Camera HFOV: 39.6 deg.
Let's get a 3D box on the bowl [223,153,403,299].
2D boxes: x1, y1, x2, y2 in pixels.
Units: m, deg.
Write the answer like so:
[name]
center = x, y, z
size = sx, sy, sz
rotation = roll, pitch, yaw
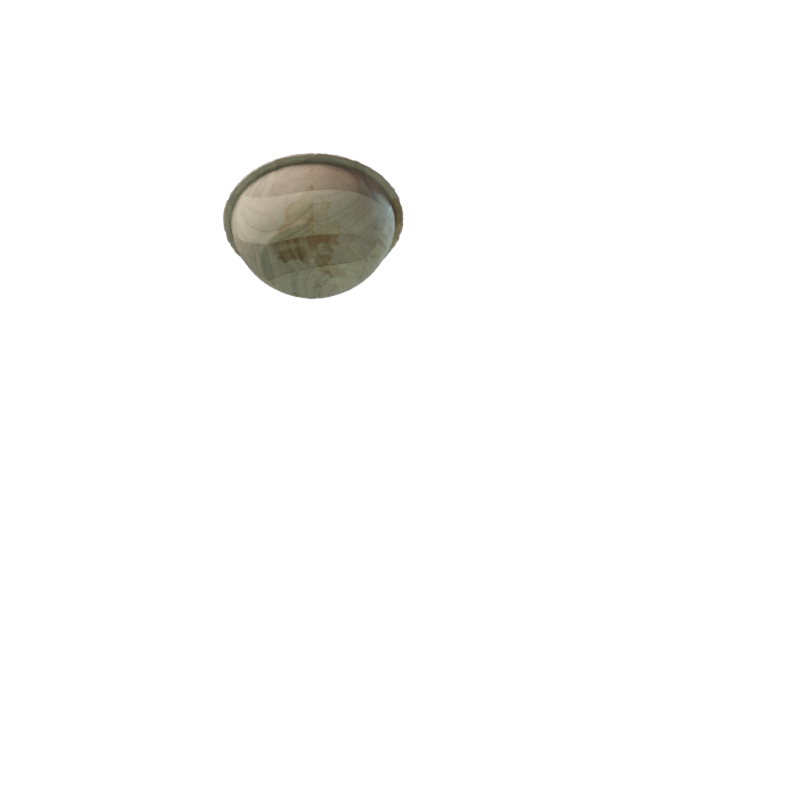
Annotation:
[bowl]
center = -0.076, -0.139, 0.977
size = 0.162, 0.059, 0.151
rotation = 1, -41, -1
